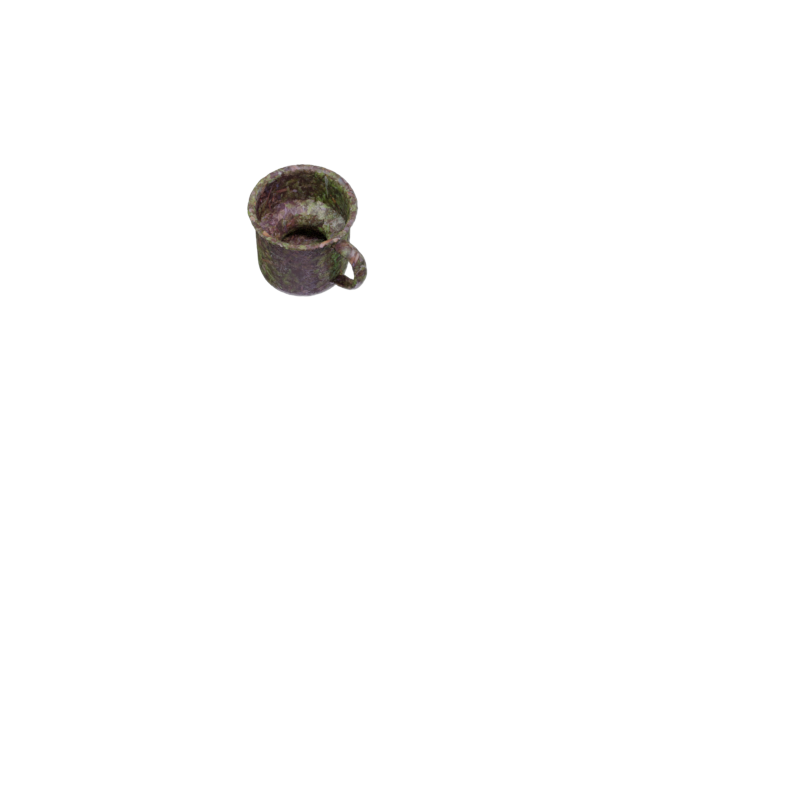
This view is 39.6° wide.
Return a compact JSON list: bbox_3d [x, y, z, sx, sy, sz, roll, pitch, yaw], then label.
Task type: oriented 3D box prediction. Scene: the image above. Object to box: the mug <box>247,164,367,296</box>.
[{"bbox_3d":[-0.075,-0.137,0.959,0.123,0.095,0.076,35,-28,20],"label":"mug"}]
